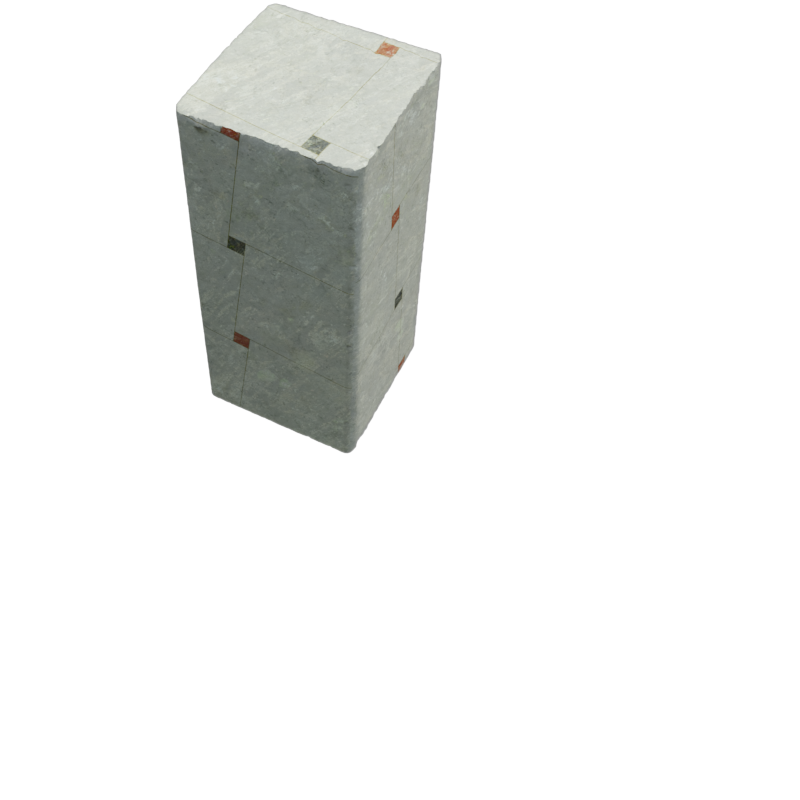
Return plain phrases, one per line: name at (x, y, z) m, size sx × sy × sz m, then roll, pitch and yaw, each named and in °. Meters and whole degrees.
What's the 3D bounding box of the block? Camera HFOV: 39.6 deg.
block at (-0.044, -0.079, 0.553) m, size 0.094 × 0.093 × 0.192 m, roll 22°, pitch -37°, yaw 14°
